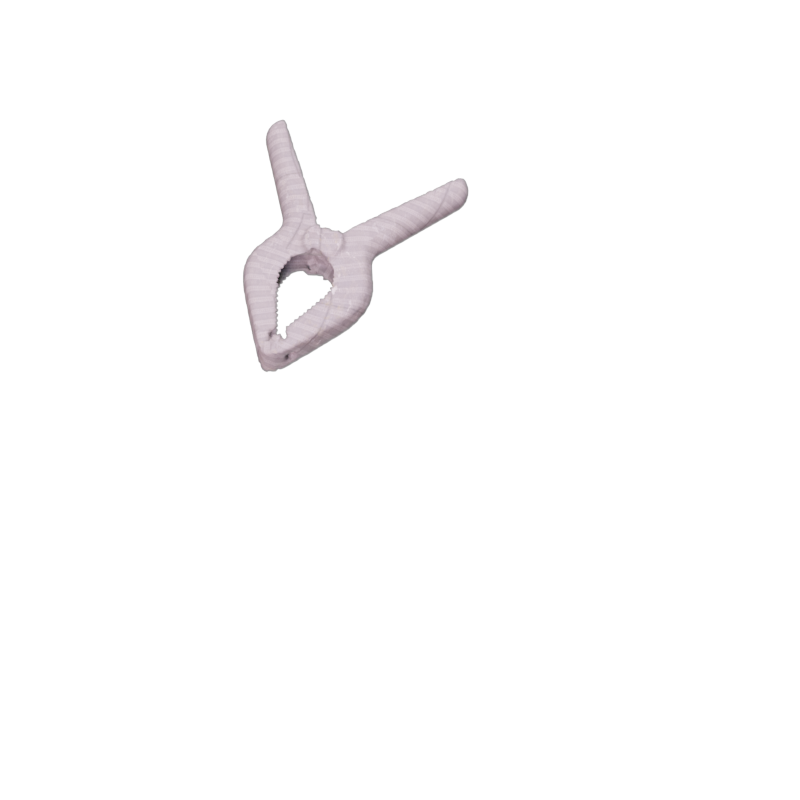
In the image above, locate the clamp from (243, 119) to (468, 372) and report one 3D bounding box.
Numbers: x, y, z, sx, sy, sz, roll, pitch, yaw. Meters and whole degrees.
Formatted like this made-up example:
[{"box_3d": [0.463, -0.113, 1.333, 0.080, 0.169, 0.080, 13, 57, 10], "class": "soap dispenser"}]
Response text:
[{"box_3d": [-0.064, -0.117, 0.820, 0.170, 0.217, 0.034, 24, -30, 14], "class": "clamp"}]
